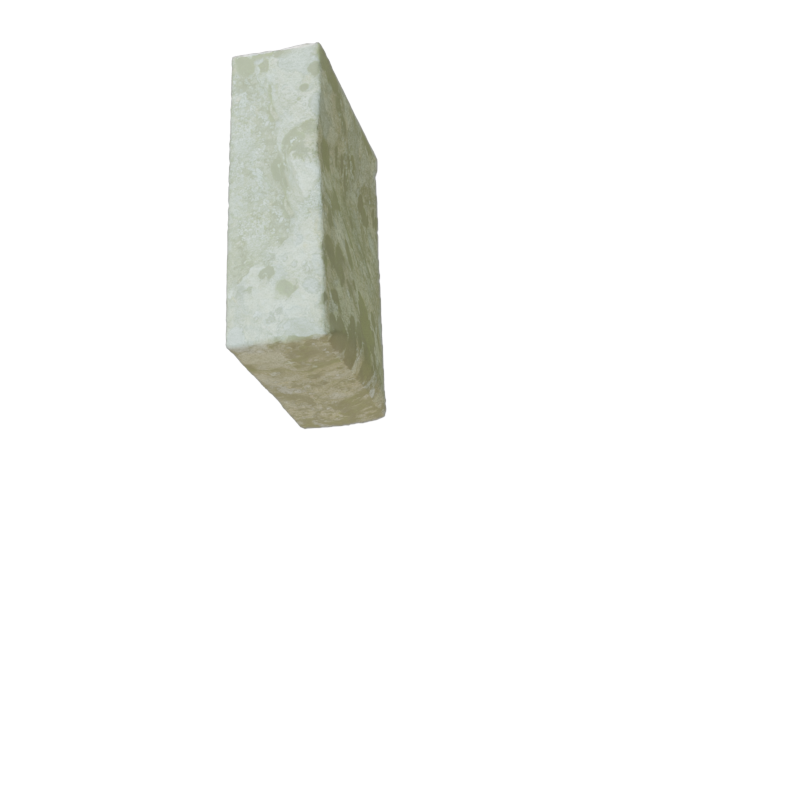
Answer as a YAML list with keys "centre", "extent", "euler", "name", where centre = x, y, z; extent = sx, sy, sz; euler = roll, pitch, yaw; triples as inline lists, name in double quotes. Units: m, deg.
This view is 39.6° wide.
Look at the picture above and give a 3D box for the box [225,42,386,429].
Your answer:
- centre: [-0.059, -0.108, 0.755]
  extent: [0.073, 0.226, 0.153]
  euler: [-8, -25, 12]
  name: "box"
